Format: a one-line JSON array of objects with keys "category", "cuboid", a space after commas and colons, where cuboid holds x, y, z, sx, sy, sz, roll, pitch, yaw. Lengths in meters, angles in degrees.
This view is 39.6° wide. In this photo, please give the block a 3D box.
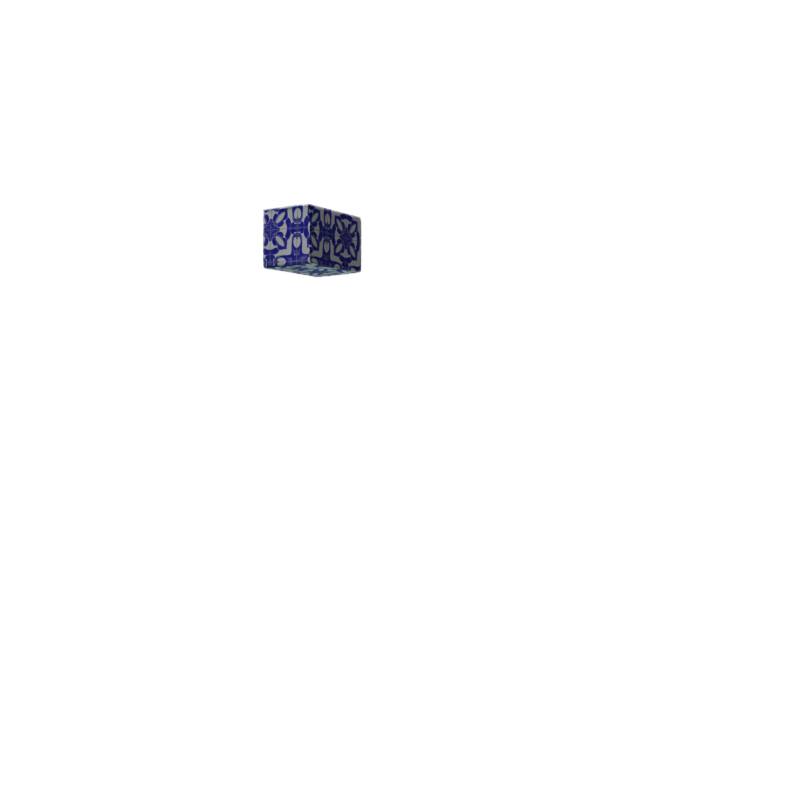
[{"category": "block", "cuboid": [-0.075, -0.137, 0.961, 0.054, 0.052, 0.074, -4, -5, 33]}]
